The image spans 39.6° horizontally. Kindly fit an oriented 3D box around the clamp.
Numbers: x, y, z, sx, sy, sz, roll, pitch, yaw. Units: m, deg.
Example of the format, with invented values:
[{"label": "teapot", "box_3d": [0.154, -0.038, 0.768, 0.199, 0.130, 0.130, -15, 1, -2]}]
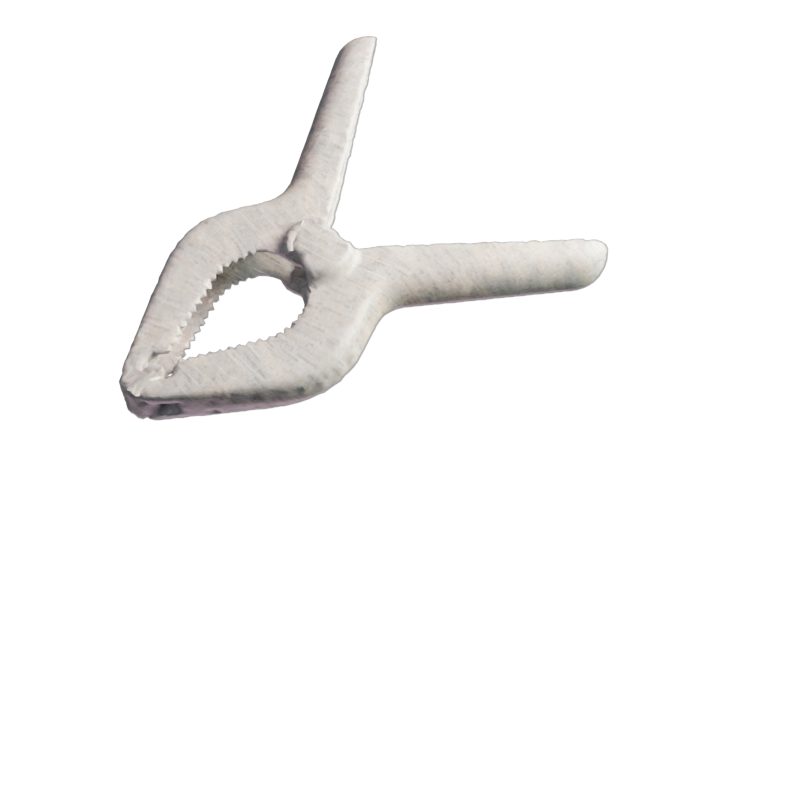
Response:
[{"label": "clamp", "box_3d": [-0.038, -0.070, 0.488, 0.210, 0.175, 0.034, -31, -24, -16]}]
